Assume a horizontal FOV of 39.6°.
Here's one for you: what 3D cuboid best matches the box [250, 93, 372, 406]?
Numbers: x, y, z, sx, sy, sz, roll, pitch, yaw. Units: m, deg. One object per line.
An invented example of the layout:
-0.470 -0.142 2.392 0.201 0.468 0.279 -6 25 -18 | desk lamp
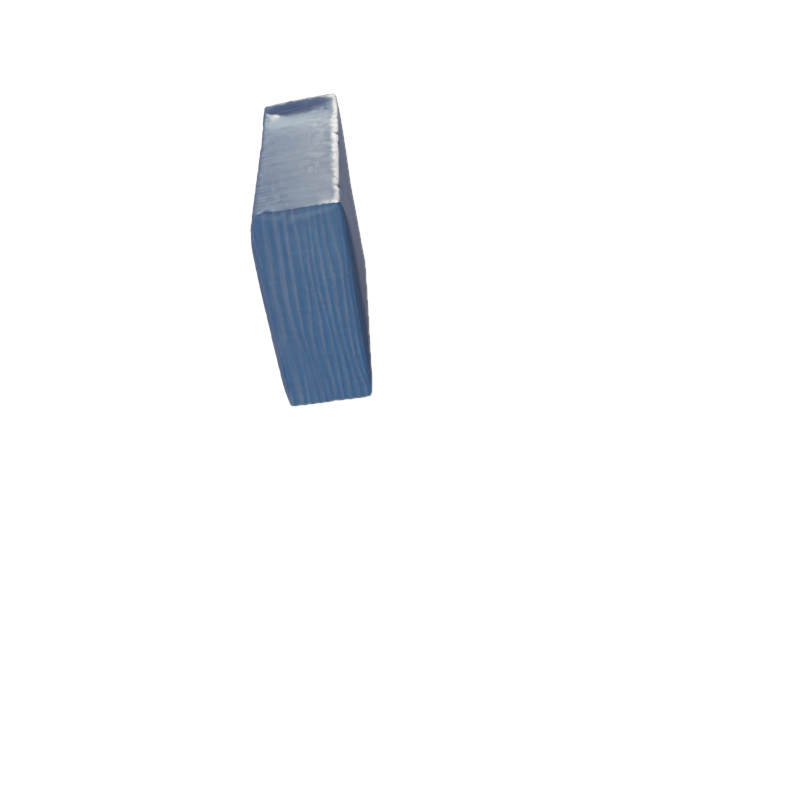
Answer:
-0.069 -0.125 0.877 0.072 0.154 0.228 -9 33 2 | box
